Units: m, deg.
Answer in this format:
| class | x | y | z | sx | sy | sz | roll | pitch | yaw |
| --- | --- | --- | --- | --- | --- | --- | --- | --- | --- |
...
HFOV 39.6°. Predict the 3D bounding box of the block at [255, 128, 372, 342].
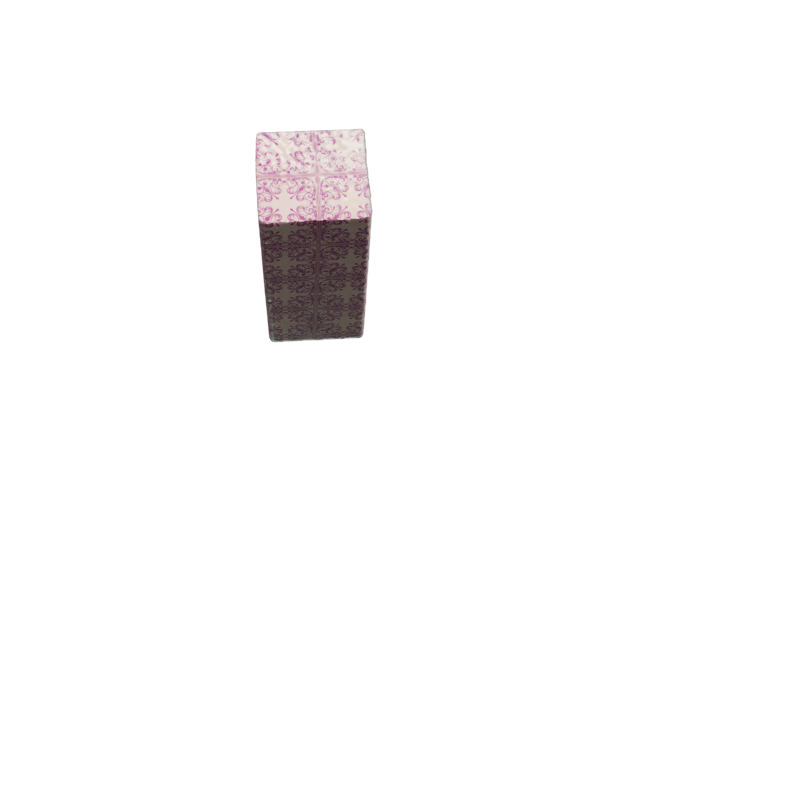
| class | x | y | z | sx | sy | sz | roll | pitch | yaw |
| --- | --- | --- | --- | --- | --- | --- | --- | --- | --- |
| block | -0.076 | -0.137 | 0.963 | 0.090 | 0.096 | 0.194 | -2 | -26 | -5 |
